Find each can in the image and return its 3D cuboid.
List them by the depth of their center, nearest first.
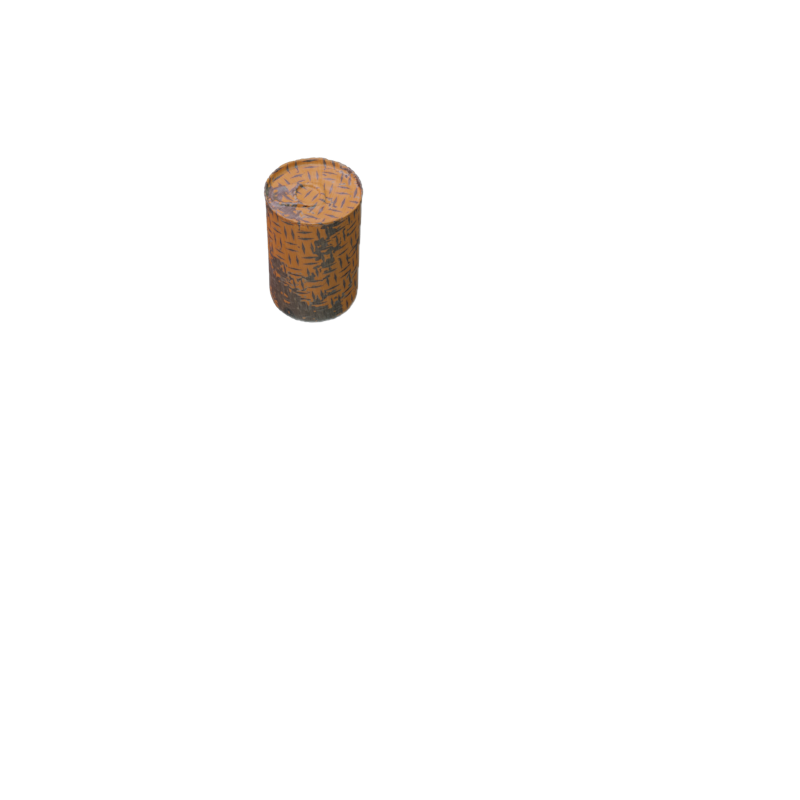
[{"bbox_3d":[-0.062,-0.113,0.791,0.068,0.074,0.095,0,-41,-3],"label":"can"}]
